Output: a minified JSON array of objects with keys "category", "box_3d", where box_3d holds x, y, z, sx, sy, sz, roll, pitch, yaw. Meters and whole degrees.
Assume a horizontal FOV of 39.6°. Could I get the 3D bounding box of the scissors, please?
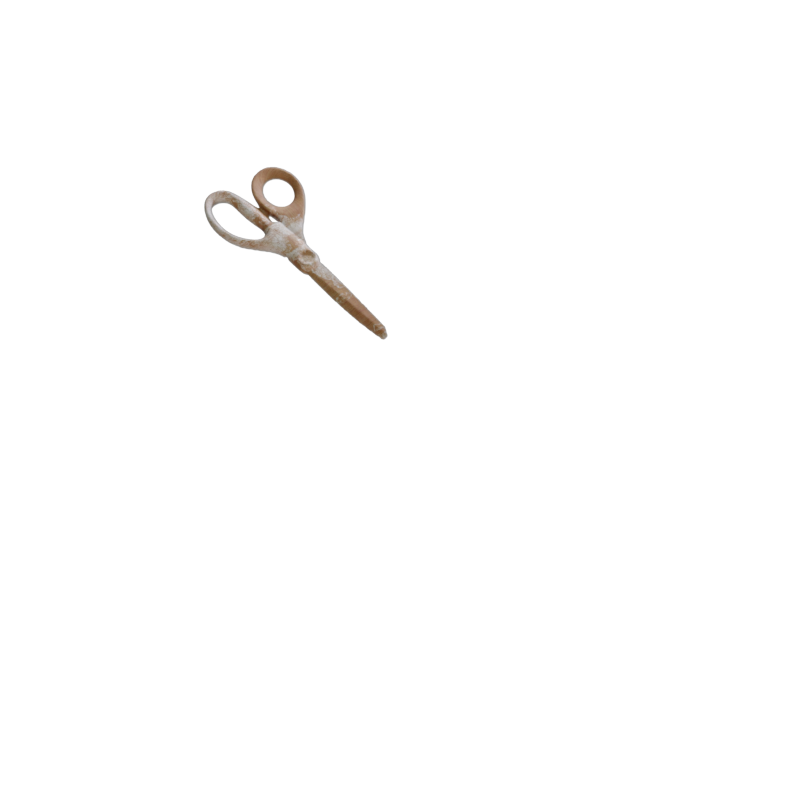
[{"category":"scissors","box_3d":[-0.074,-0.135,0.942,0.210,0.099,0.015,30,-27,17]}]
